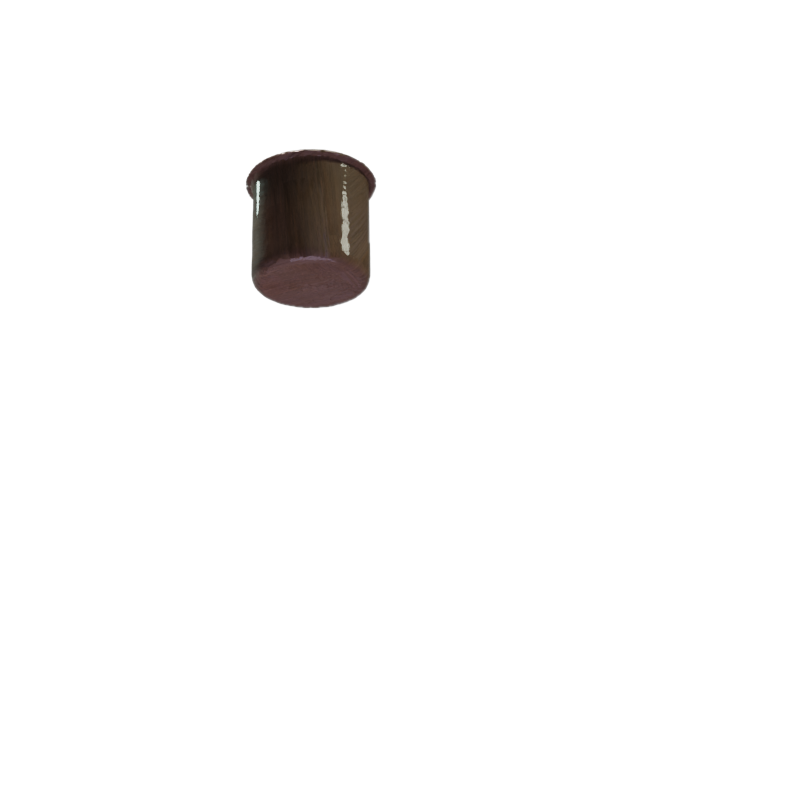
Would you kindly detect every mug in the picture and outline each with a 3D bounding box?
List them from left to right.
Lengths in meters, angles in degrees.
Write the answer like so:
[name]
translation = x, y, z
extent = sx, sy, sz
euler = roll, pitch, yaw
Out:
[mug]
translation = -0.061, -0.112, 0.784
extent = 0.094, 0.086, 0.110
euler = -3, -24, 5
